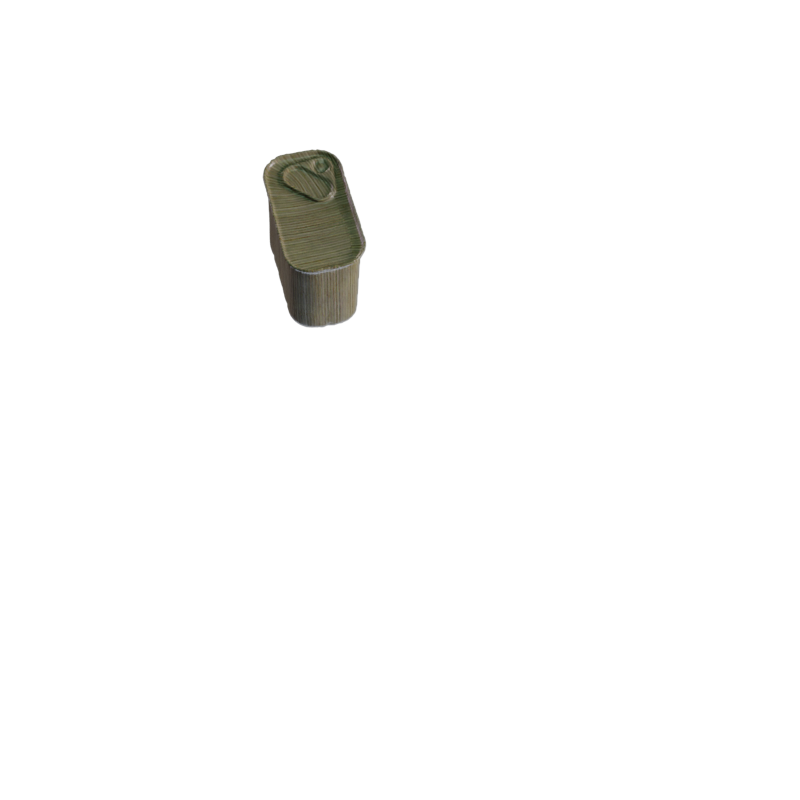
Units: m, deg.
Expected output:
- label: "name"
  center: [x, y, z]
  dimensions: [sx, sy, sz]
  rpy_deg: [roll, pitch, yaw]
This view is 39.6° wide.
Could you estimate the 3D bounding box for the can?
- label: "can"
  center: [-0.062, -0.114, 0.797]
  dimensions: [0.057, 0.109, 0.079]
  rpy_deg: [-12, -30, -9]
